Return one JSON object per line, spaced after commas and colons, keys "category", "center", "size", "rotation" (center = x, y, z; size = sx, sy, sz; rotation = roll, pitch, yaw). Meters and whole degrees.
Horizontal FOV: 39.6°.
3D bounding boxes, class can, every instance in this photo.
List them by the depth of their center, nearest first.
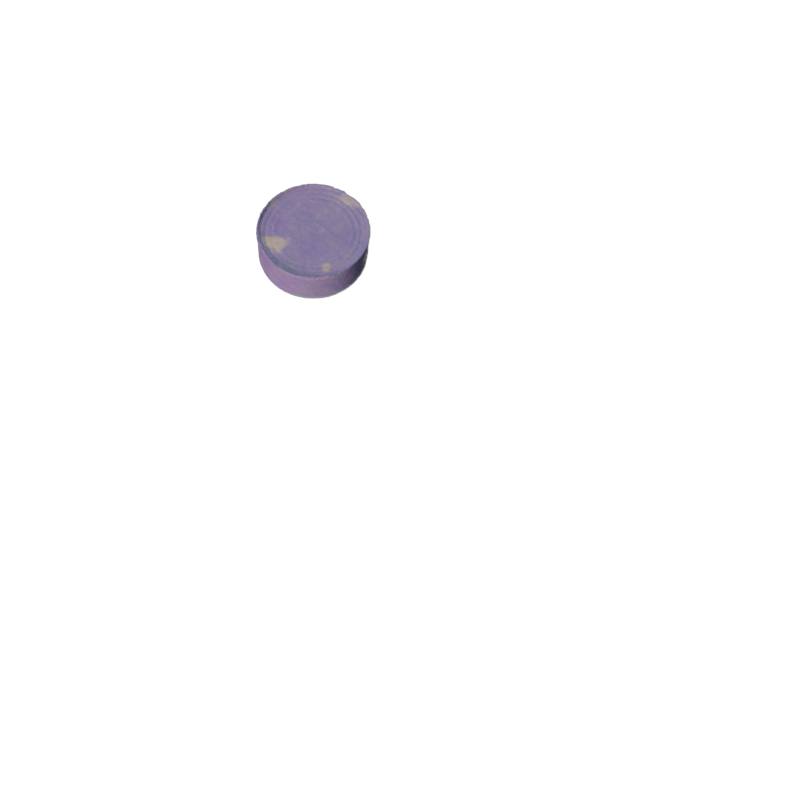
{"category": "can", "center": [-0.066, -0.120, 0.842], "size": [0.086, 0.092, 0.031], "rotation": [-1, -31, -1]}
